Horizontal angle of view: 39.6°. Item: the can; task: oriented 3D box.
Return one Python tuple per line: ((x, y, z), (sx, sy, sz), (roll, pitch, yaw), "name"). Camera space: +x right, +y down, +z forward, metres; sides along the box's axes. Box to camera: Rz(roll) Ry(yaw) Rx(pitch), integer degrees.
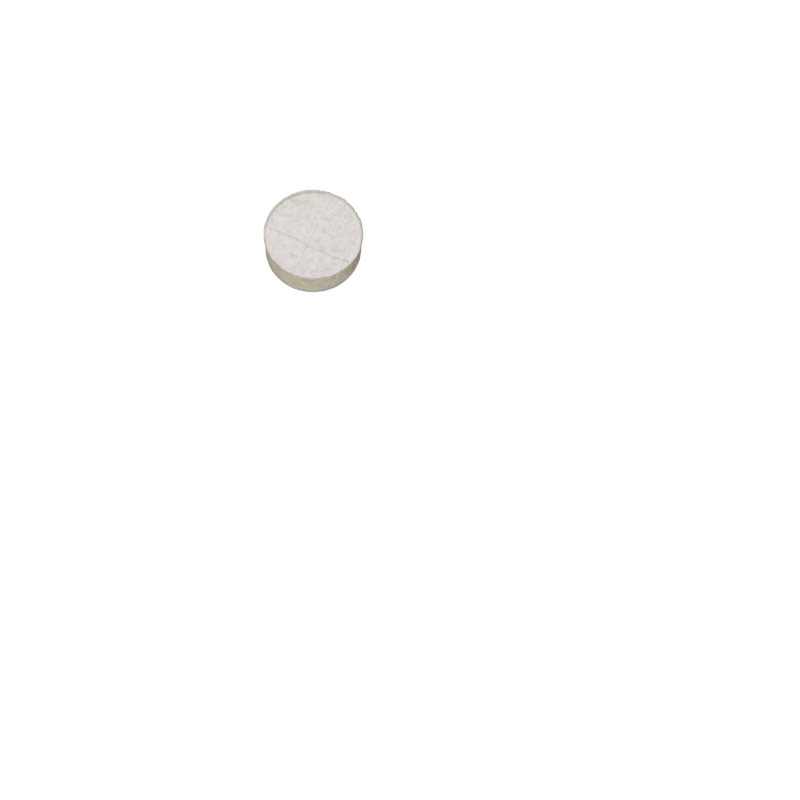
((-0.075, -0.138, 0.964), (0.086, 0.091, 0.032), (-1, -25, -1), "can")
